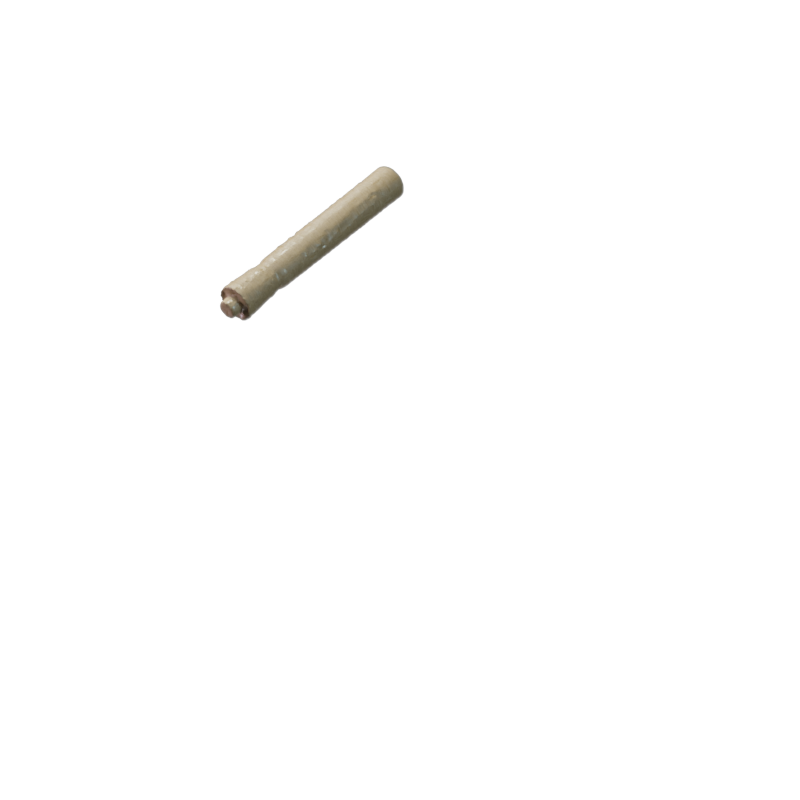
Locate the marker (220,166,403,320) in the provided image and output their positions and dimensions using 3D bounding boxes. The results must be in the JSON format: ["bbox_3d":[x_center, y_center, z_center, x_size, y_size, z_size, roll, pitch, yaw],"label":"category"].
[{"bbox_3d":[-0.042,-0.077,0.540,0.021,0.019,0.123,4,38,47],"label":"marker"}]
